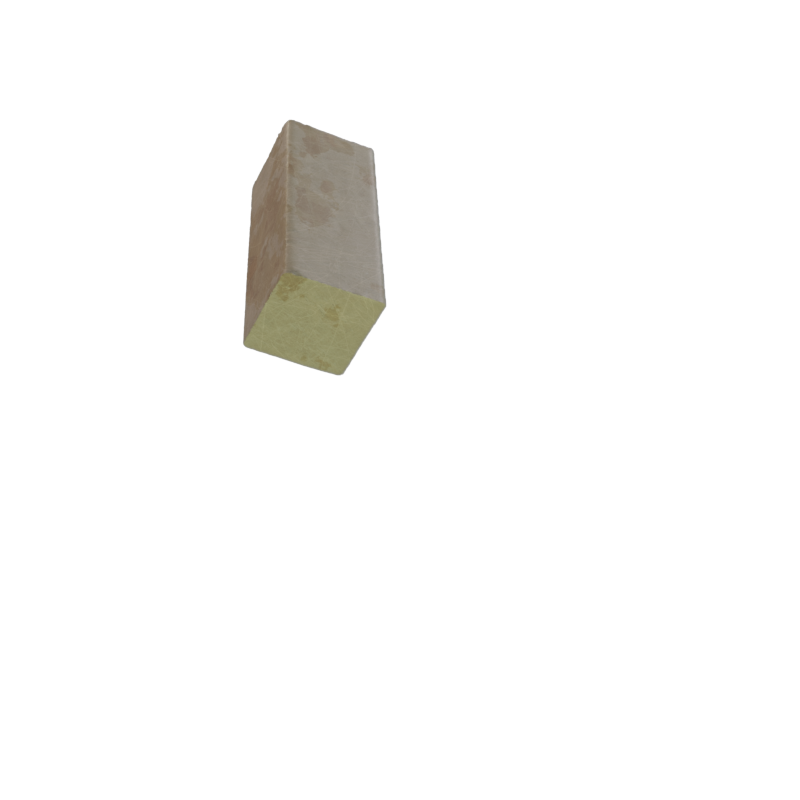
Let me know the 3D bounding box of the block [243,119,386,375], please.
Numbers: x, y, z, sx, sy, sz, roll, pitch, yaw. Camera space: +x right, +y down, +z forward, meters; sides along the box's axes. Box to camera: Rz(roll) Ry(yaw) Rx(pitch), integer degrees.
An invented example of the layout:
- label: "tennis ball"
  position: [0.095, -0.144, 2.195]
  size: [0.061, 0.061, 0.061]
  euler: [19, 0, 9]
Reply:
- label: "block"
  position: [-0.075, -0.135, 0.947]
  size: [0.087, 0.221, 0.087]
  euler: [17, -49, -19]
